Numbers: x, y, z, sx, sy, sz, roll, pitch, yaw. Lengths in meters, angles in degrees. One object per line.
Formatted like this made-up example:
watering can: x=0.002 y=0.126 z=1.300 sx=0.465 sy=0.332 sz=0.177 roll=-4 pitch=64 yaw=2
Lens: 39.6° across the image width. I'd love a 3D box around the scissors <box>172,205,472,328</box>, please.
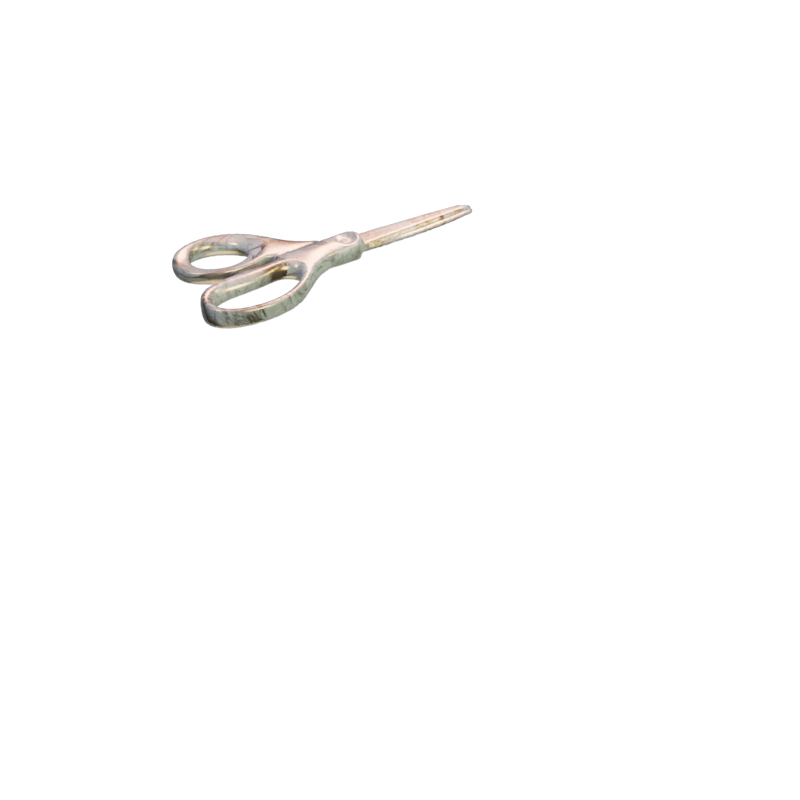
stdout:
scissors: x=-0.053 y=-0.096 z=0.675 sx=0.102 sy=0.015 sz=0.202 roll=25 pitch=41 yaw=31
